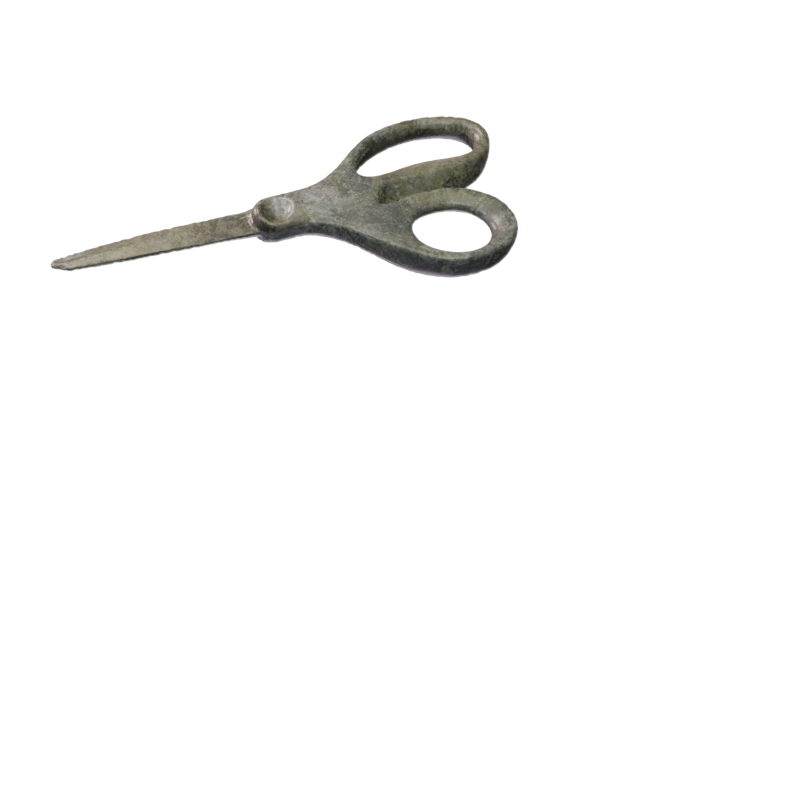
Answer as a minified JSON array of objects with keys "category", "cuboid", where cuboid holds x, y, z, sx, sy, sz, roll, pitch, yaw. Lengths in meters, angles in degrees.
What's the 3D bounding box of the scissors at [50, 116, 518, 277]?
[{"category":"scissors","cuboid":[-0.037,-0.067,0.473,0.201,0.103,0.015,-28,-33,-20]}]
